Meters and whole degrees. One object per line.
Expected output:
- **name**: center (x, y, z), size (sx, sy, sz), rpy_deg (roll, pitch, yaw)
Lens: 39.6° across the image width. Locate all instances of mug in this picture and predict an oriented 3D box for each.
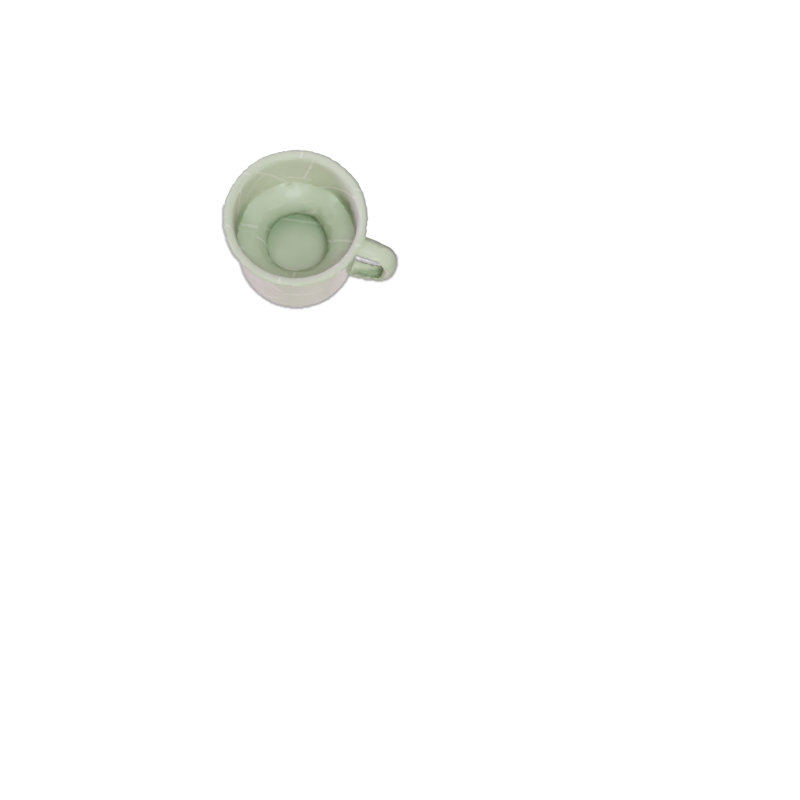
- **mug**: center (-0.058, -0.106, 0.745), size (0.118, 0.096, 0.078), rpy_deg (16, -15, 3)
